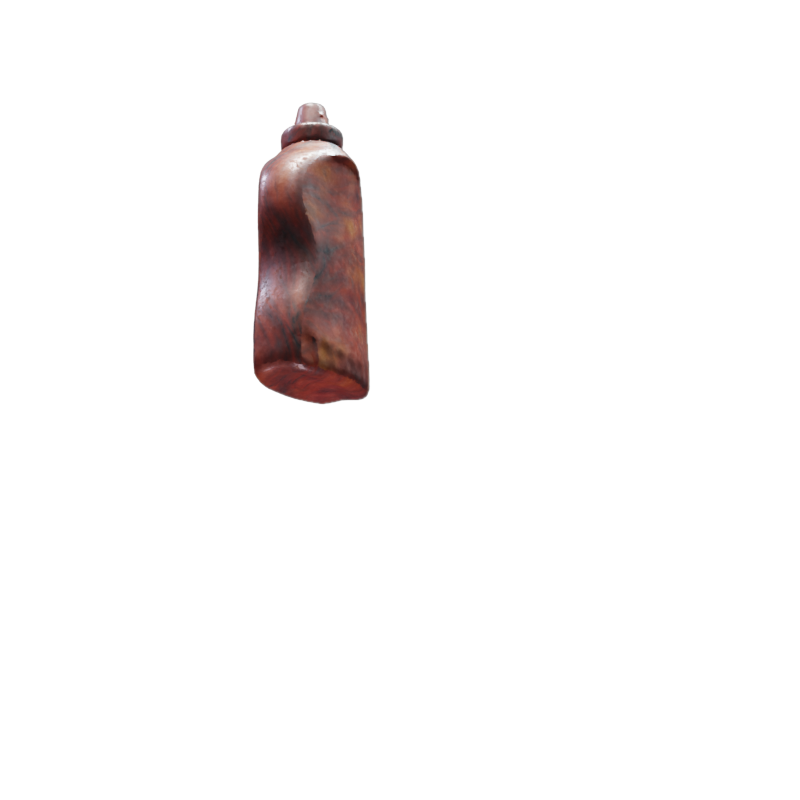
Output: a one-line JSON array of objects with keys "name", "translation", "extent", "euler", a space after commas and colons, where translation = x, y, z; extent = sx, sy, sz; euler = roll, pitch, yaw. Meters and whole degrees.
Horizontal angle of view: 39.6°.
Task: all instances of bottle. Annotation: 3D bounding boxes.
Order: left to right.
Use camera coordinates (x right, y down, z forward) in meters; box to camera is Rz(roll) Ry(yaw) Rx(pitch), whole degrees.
[{"name": "bottle", "translation": [-0.055, -0.100, 0.703], "extent": [0.059, 0.201, 0.090], "euler": [-11, -22, 25]}]
